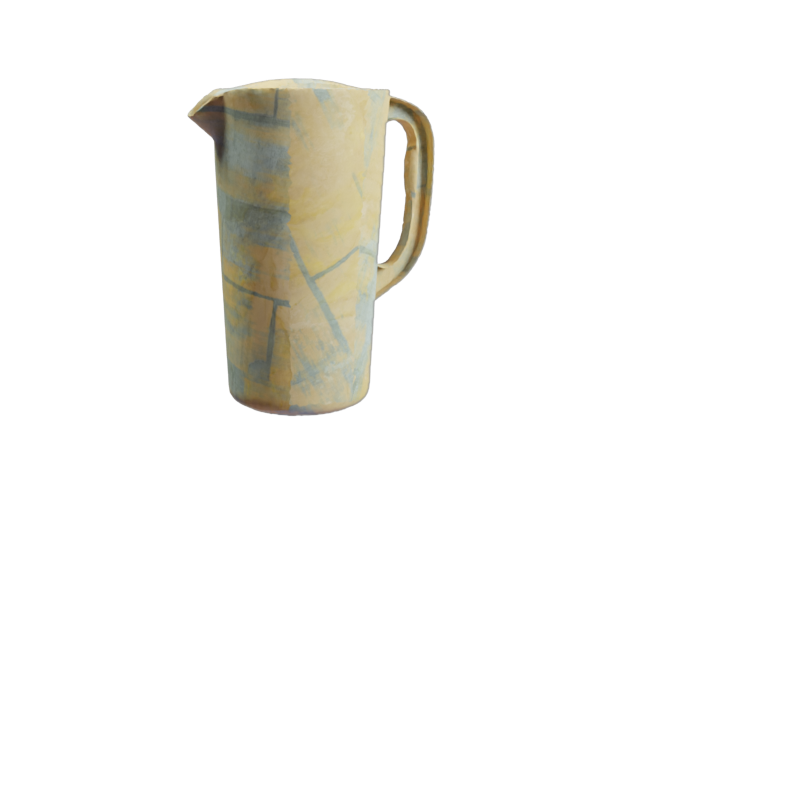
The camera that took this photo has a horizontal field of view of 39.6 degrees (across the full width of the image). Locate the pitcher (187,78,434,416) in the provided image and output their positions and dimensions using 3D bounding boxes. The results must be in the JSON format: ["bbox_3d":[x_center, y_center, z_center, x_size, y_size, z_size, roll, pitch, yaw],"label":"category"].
[{"bbox_3d":[-0.065,-0.119,0.835,0.154,0.238,0.144,5,11,23],"label":"pitcher"}]
